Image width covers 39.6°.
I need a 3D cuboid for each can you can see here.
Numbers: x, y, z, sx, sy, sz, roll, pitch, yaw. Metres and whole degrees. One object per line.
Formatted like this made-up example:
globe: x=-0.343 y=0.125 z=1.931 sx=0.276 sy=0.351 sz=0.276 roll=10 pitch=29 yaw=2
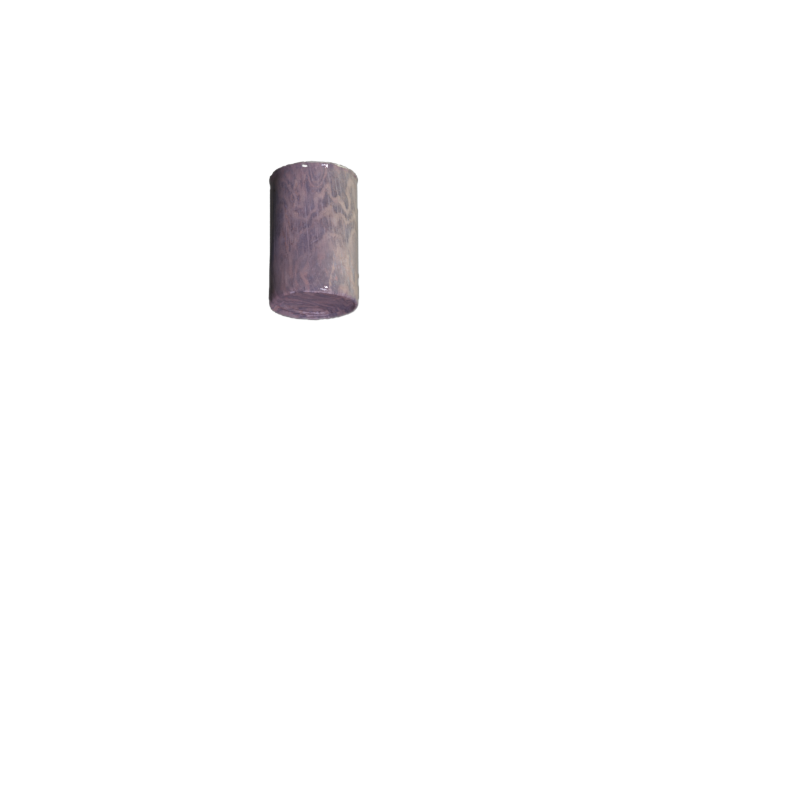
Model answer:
can: x=-0.065 y=-0.118 z=0.825 sx=0.068 sy=0.107 sz=0.065 roll=0 pitch=-19 yaw=-2
